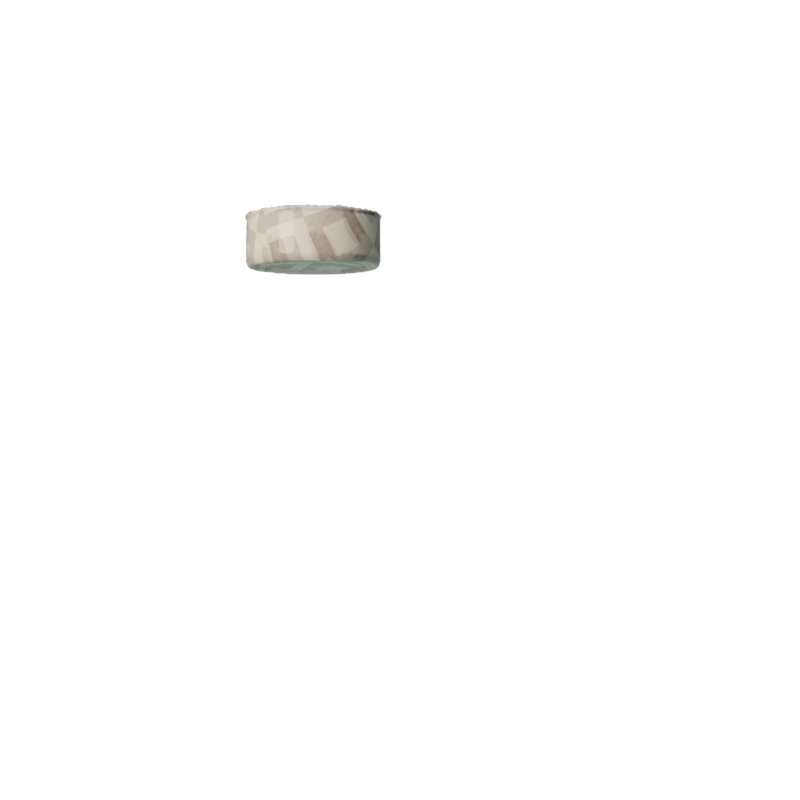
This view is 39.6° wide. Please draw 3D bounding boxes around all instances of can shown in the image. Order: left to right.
[{"bbox_3d":[-0.055,-0.100,0.698,0.086,0.034,0.085,0,-1,-2],"label":"can"}]
